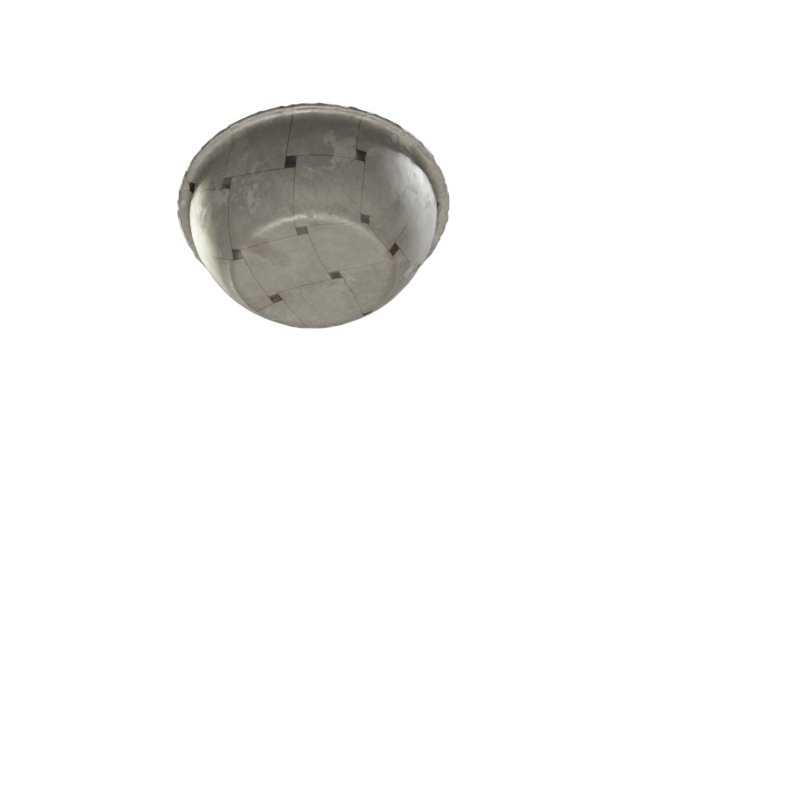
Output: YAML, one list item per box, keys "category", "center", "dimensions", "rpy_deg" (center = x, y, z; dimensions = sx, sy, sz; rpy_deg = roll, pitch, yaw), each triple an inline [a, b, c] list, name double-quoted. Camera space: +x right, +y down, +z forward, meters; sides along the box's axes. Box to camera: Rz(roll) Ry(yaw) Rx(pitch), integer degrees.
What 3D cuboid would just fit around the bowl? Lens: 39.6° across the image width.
- category: "bowl"
  center: [-0.050, -0.092, 0.642]
  dimensions: [0.162, 0.059, 0.151]
  rpy_deg: [1, -42, -1]
